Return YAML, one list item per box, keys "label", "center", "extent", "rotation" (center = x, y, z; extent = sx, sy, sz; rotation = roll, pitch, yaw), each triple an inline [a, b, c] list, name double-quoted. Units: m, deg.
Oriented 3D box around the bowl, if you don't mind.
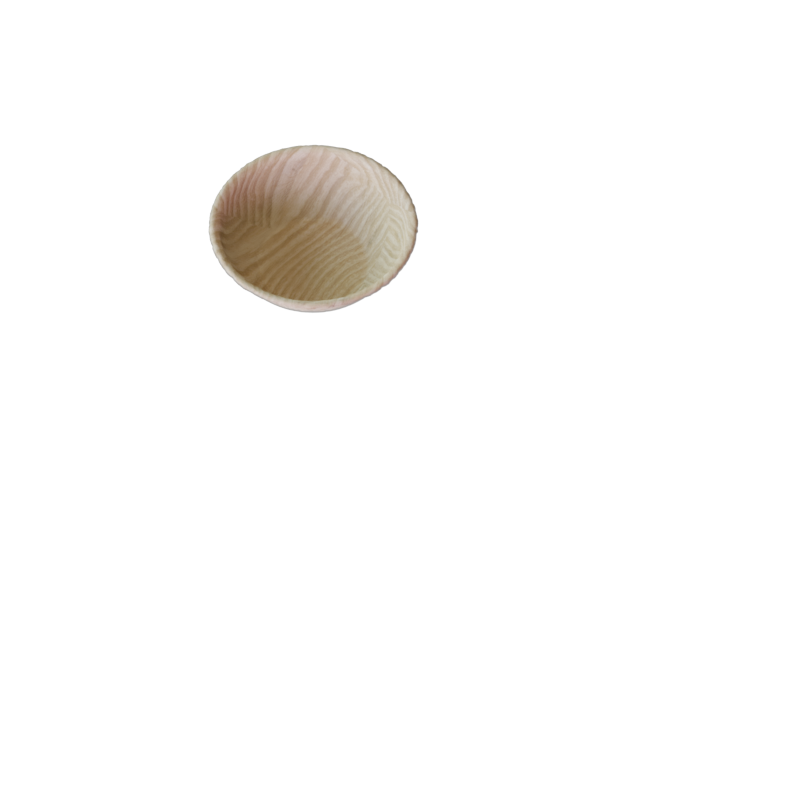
- label: "bowl"
  center: [-0.068, -0.125, 0.875]
  extent: [0.162, 0.173, 0.051]
  rotation: [-1, -35, -1]
